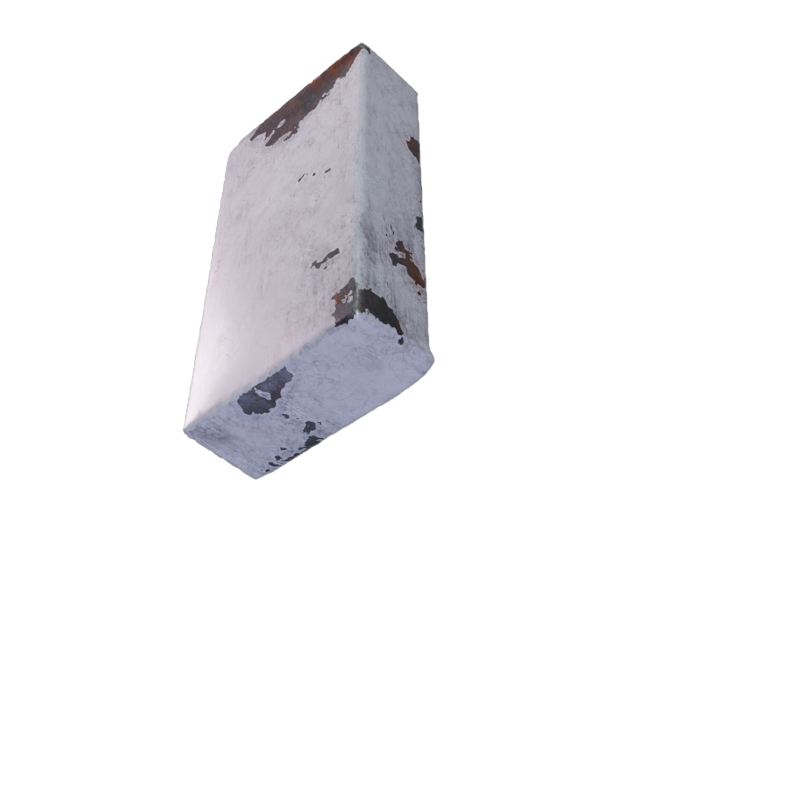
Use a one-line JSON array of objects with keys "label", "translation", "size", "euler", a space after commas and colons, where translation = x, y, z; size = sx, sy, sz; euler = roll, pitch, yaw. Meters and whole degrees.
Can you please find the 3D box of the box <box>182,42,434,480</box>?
[{"label": "box", "translation": [-0.036, -0.065, 0.457], "size": [0.093, 0.189, 0.045], "euler": [-33, -51, 27]}]
